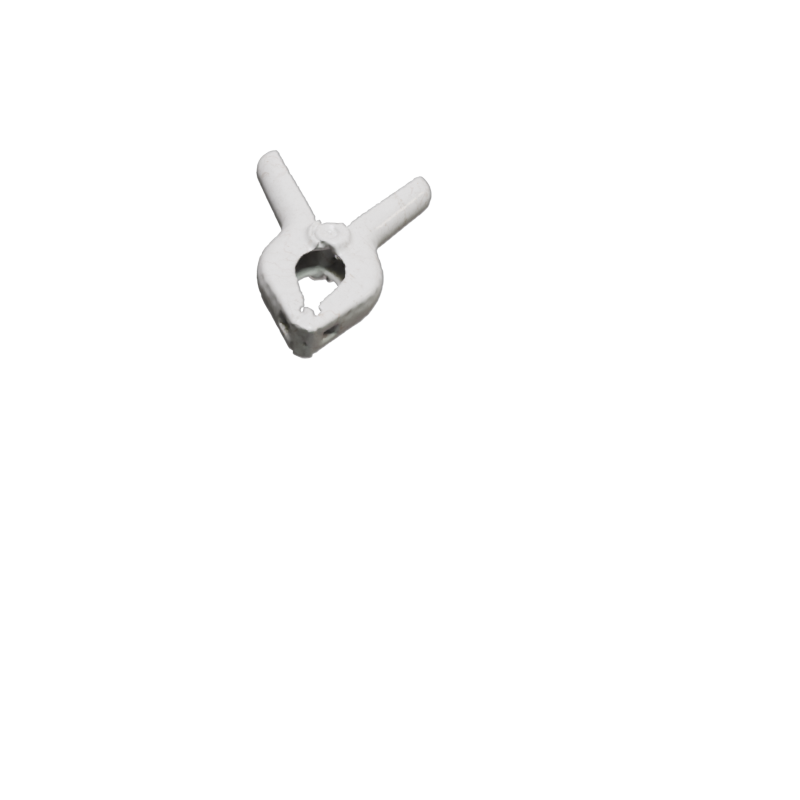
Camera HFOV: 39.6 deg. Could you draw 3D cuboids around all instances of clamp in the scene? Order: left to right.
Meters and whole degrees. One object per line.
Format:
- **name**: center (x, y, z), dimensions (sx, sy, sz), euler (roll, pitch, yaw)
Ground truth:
- **clamp**: center (-0.056, -0.102, 0.716), dimensions (0.123, 0.036, 0.180), euler (11, 45, 11)
